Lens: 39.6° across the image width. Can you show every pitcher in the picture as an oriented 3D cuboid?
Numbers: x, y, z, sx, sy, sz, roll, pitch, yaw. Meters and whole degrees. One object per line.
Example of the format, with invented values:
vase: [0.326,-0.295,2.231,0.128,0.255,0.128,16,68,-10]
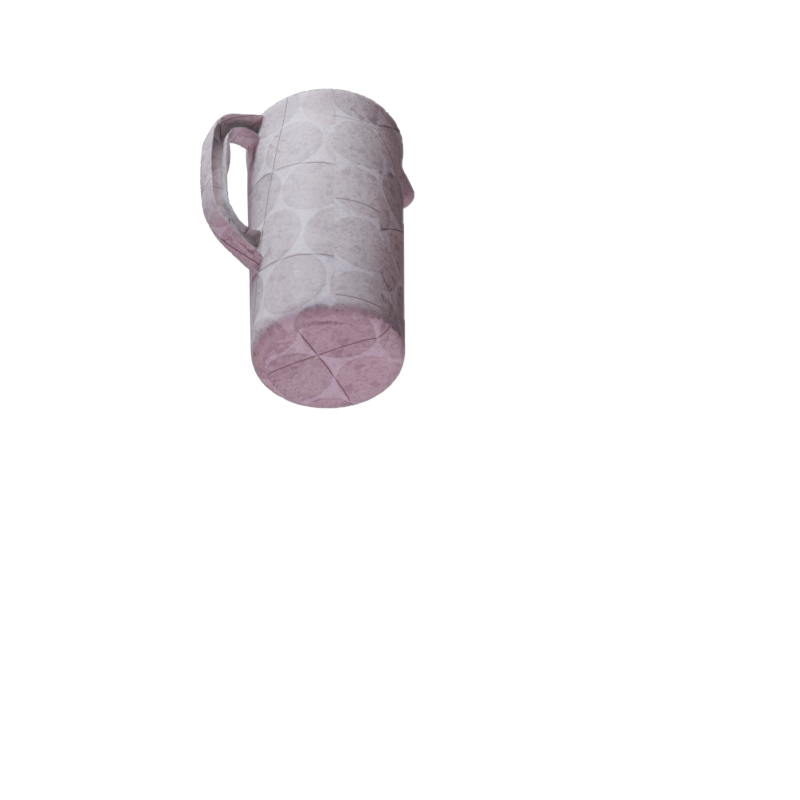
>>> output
pitcher: [-0.066,-0.121,0.848,0.150,0.261,0.134,-12,-44,9]
